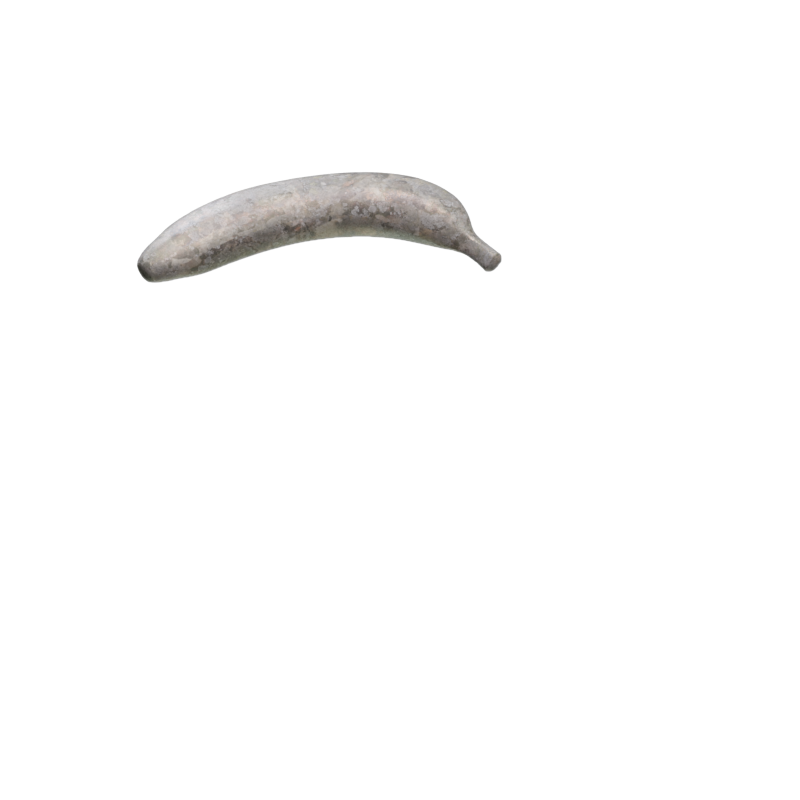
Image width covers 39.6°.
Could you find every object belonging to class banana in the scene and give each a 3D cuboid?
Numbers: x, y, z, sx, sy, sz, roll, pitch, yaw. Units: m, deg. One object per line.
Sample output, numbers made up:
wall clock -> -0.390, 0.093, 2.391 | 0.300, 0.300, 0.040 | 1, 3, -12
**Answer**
banana -> -0.046, -0.099, 0.618 | 0.196, 0.034, 0.075 | -4, 38, -5
